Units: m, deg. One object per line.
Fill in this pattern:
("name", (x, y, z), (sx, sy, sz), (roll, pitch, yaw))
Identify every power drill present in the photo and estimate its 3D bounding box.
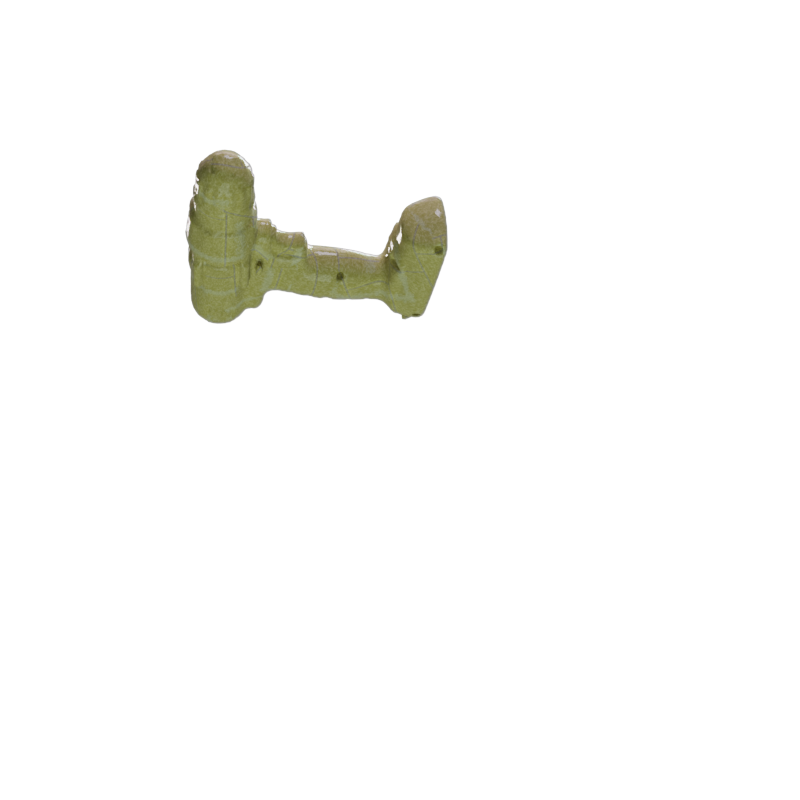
("power drill", (-0.064, -0.117, 0.819), (0.186, 0.061, 0.175), (3, -28, -7))
